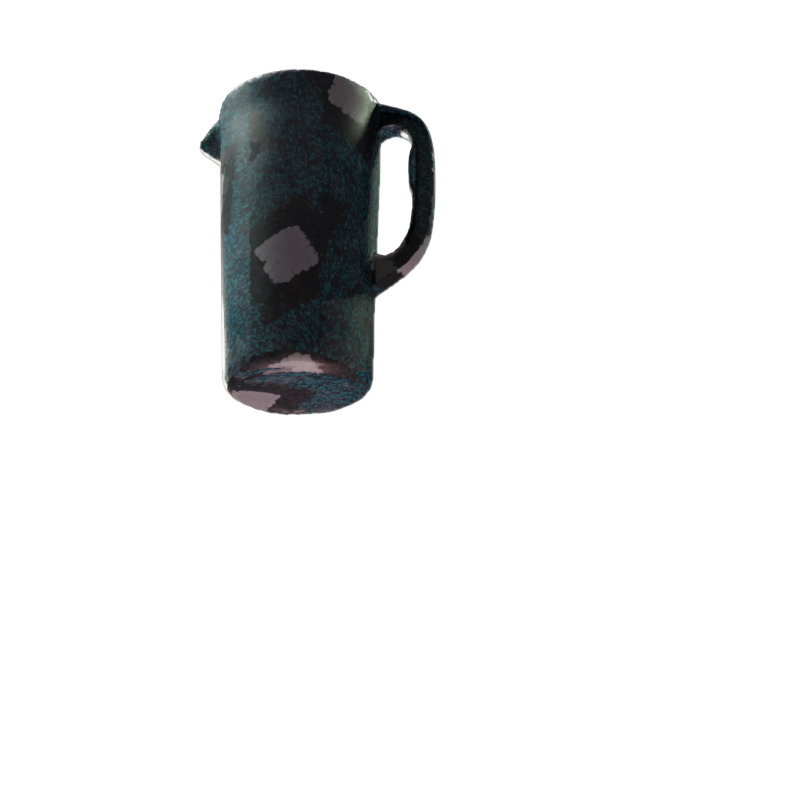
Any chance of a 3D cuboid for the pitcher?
[{"bbox_3d":[-0.066,-0.120,0.838,0.138,0.257,0.148,16,-31,-33],"label":"pitcher"}]
